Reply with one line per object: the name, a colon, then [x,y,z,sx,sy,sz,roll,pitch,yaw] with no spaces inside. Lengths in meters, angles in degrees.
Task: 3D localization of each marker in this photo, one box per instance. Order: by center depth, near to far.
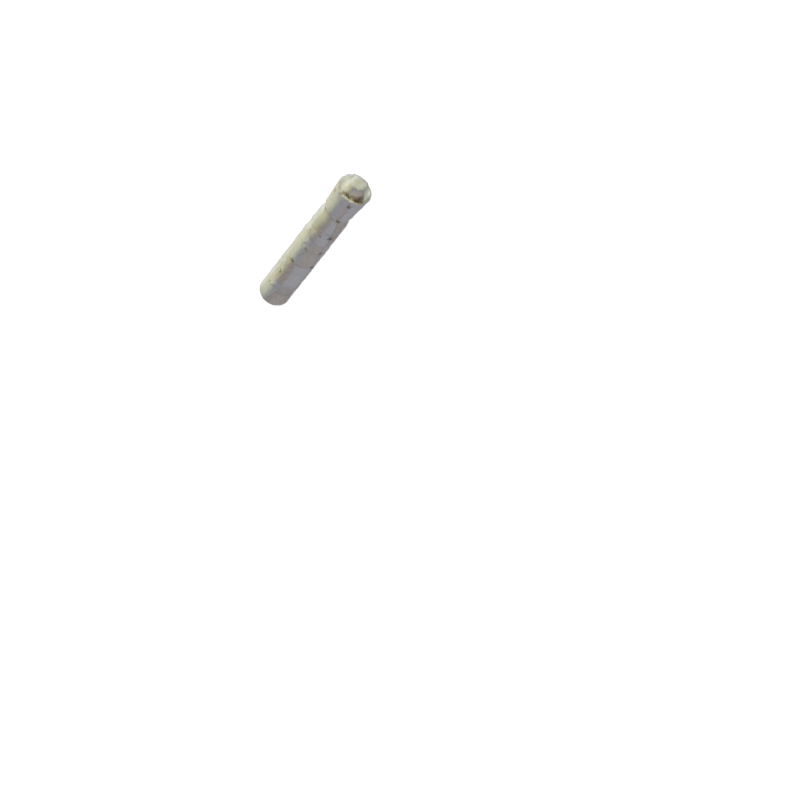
marker: [-0.047,-0.086,0.602,0.019,0.021,0.118,-1,-22,-30]
